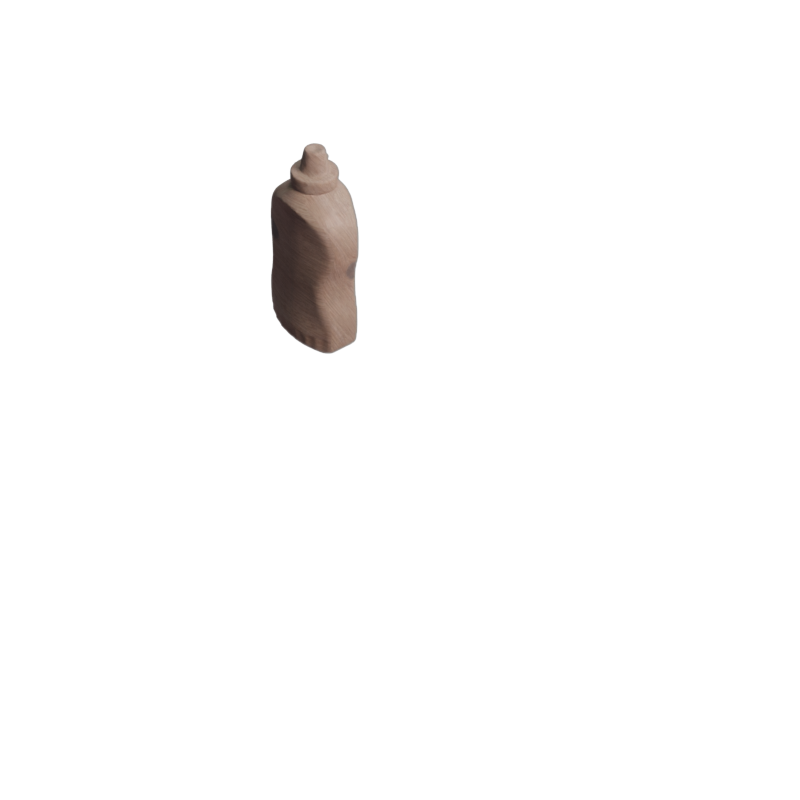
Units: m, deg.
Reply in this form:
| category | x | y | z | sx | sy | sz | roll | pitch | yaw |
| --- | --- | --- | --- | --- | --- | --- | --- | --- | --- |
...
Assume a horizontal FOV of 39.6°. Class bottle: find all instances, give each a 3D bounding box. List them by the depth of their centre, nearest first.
| category | x | y | z | sx | sy | sz | roll | pitch | yaw |
| --- | --- | --- | --- | --- | --- | --- | --- | --- | --- |
| bottle | -0.075 | -0.138 | 0.968 | 0.058 | 0.179 | 0.103 | -23 | 47 | -27 |
